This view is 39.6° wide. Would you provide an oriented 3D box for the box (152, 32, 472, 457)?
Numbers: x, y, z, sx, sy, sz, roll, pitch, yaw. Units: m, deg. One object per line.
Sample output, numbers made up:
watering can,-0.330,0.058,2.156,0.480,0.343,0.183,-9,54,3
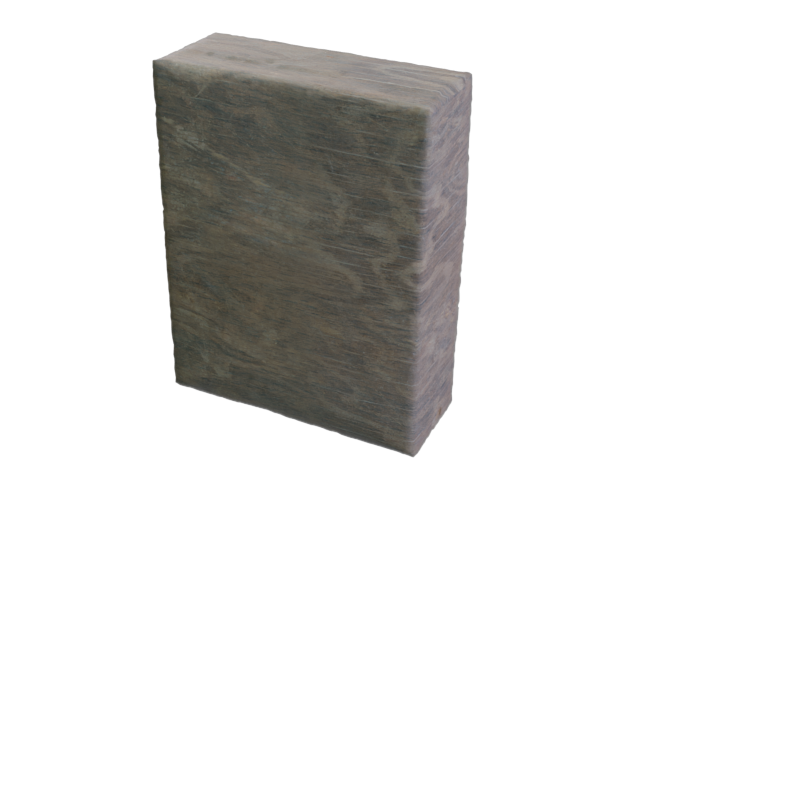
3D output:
box,-0.050,-0.091,0.634,0.171,0.201,0.073,16,33,22
